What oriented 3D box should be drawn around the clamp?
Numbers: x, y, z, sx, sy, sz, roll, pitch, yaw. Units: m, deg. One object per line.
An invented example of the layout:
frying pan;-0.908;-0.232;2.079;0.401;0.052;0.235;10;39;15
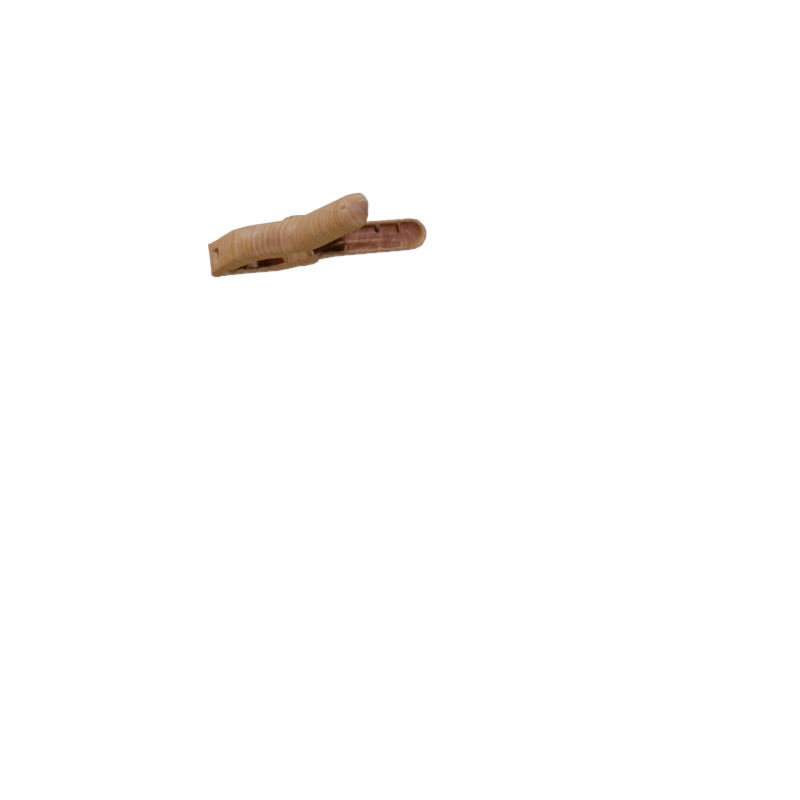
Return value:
clamp;-0.068;-0.123;0.862;0.176;0.040;0.113;-7;-12;34
